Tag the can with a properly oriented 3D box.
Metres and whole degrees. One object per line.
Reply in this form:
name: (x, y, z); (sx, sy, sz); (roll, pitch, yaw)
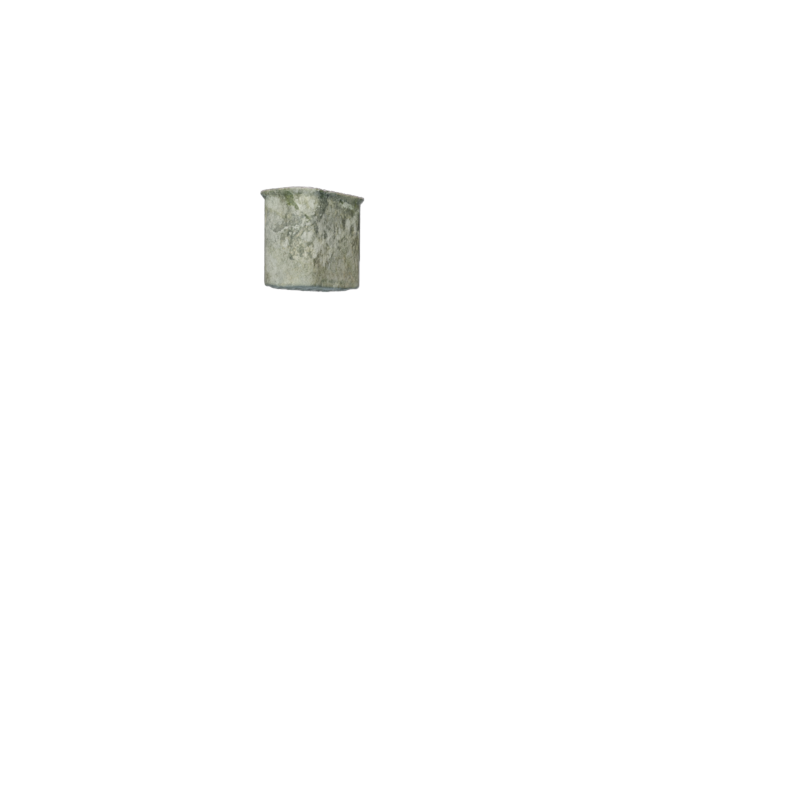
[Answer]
can: (-0.076, -0.138, 0.969); (0.059, 0.085, 0.098); (-2, -1, 33)
